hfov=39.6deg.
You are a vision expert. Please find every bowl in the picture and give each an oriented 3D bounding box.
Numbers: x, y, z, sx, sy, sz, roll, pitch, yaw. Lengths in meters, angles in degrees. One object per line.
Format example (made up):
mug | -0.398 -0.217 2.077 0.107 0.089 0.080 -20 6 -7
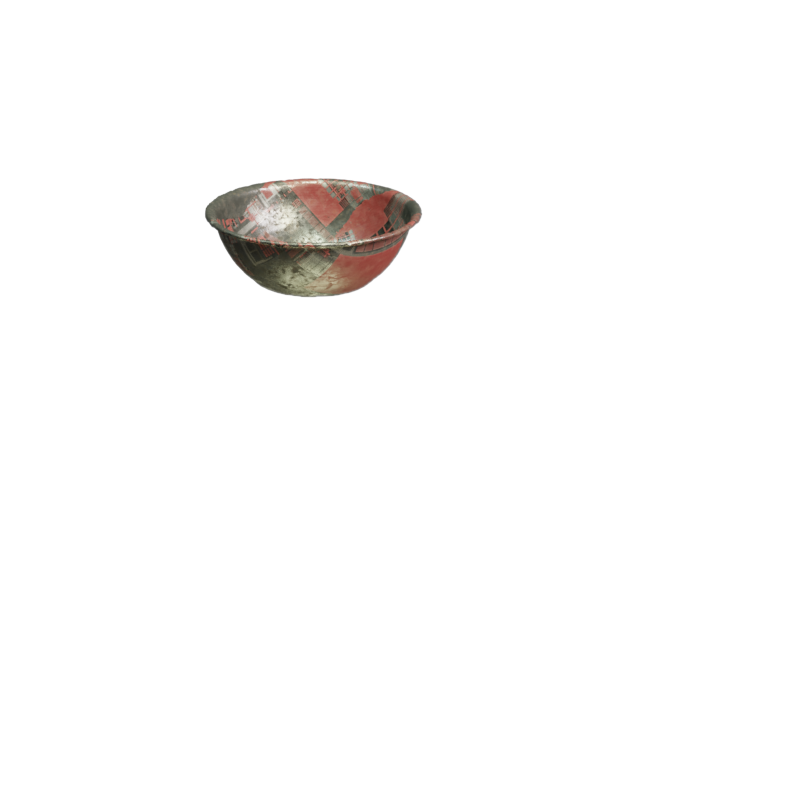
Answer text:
bowl | -0.065 -0.119 0.835 0.162 0.052 0.171 -1 25 -2
